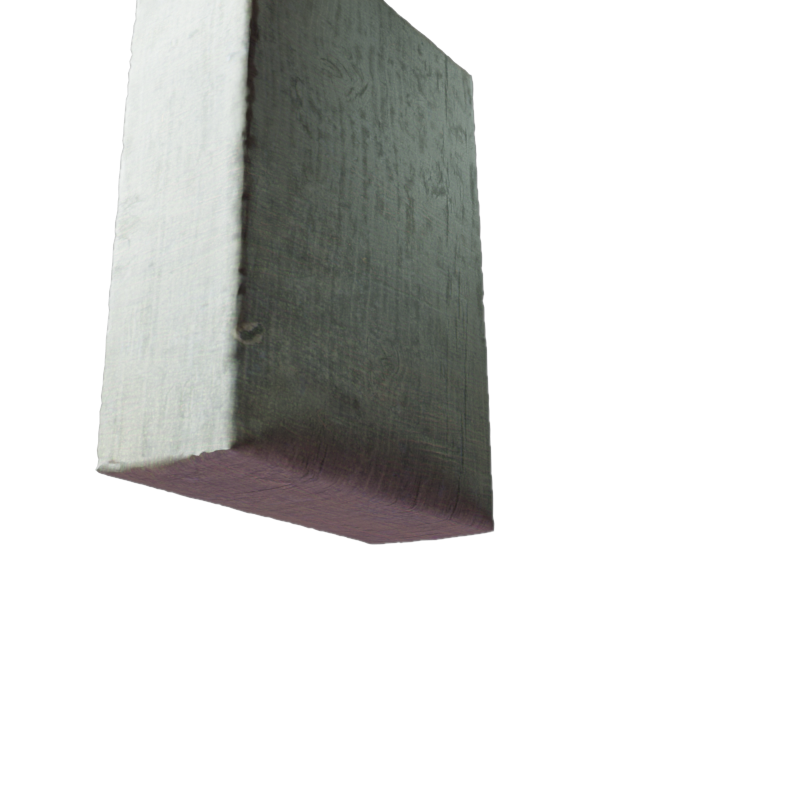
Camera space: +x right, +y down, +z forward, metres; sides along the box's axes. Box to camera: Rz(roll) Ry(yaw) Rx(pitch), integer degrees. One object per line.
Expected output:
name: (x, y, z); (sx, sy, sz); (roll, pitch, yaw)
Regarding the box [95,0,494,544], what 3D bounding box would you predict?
box: (-0.034, -0.063, 0.440); (0.073, 0.225, 0.153); (-17, -26, 32)
